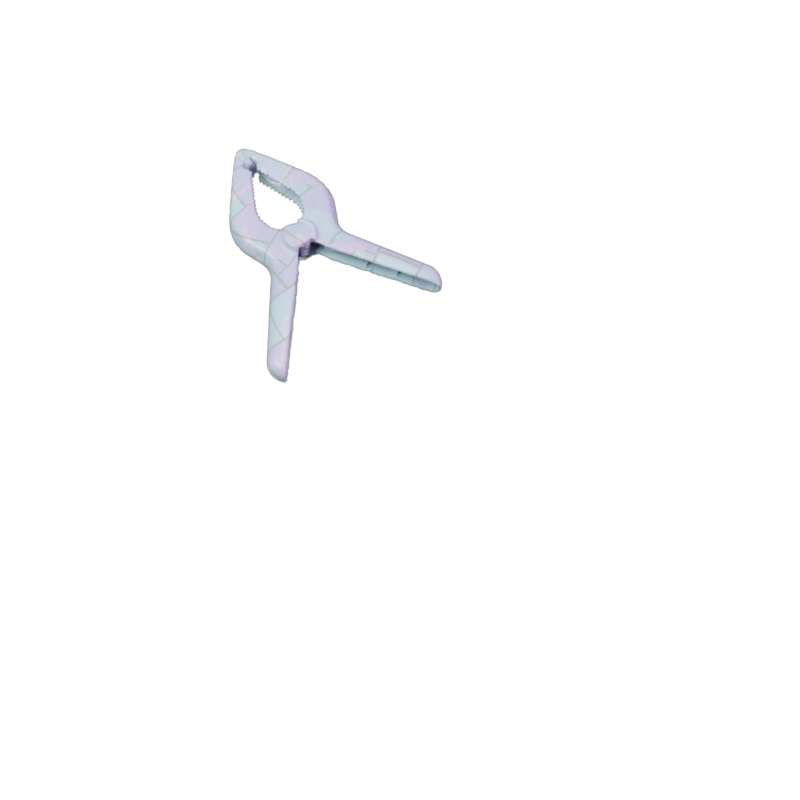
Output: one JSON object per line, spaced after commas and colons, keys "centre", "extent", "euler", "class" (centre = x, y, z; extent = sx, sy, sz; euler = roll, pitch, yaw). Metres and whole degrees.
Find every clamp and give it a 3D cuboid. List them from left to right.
{"centre": [-0.074, -0.136, 0.951], "extent": [0.164, 0.223, 0.034], "euler": [-24, -23, -11], "class": "clamp"}
